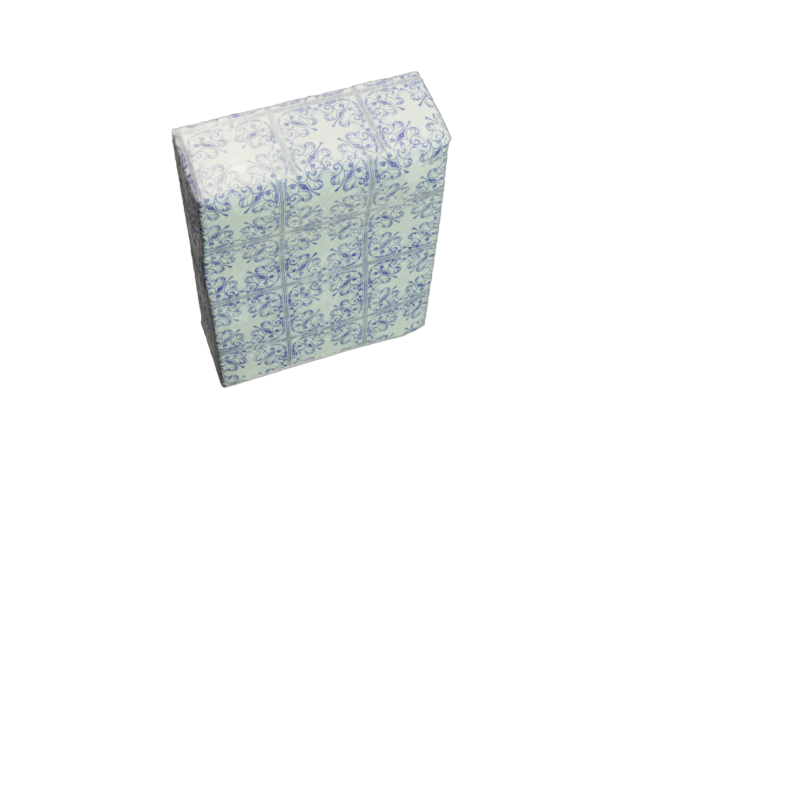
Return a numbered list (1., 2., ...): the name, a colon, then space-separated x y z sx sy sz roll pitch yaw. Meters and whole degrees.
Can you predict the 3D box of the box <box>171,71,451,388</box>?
1. box: -0.059 -0.108 0.754 0.163 0.077 0.200 -16 -30 -13
